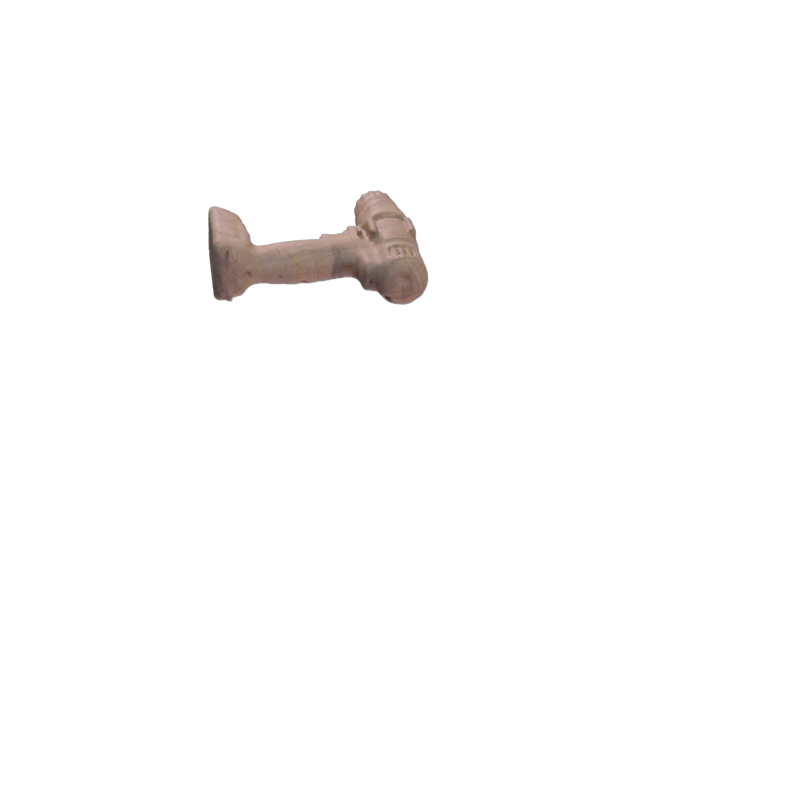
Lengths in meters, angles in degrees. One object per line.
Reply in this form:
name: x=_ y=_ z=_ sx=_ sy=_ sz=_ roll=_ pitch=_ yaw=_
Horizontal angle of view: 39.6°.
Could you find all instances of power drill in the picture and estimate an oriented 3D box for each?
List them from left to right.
power drill: x=-0.078 y=-0.143 z=0.998 sx=0.186 sy=0.054 sz=0.197 roll=-4 pitch=29 yaw=-7
